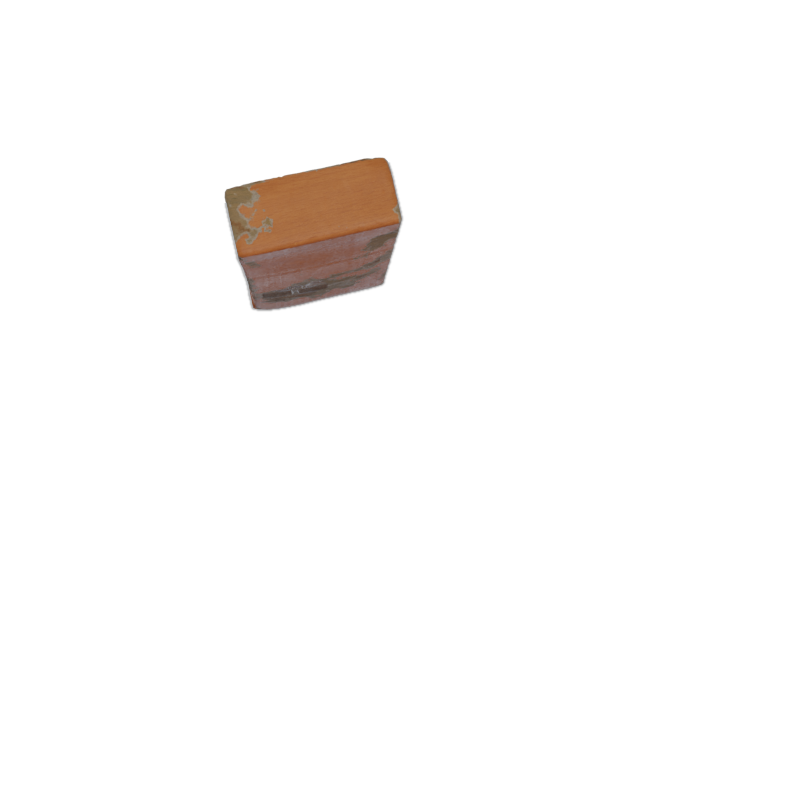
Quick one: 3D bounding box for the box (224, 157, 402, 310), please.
[{"bbox_3d":[-0.053,-0.097,0.677,0.093,0.049,0.172,-13,-7,-5],"label":"box"}]
